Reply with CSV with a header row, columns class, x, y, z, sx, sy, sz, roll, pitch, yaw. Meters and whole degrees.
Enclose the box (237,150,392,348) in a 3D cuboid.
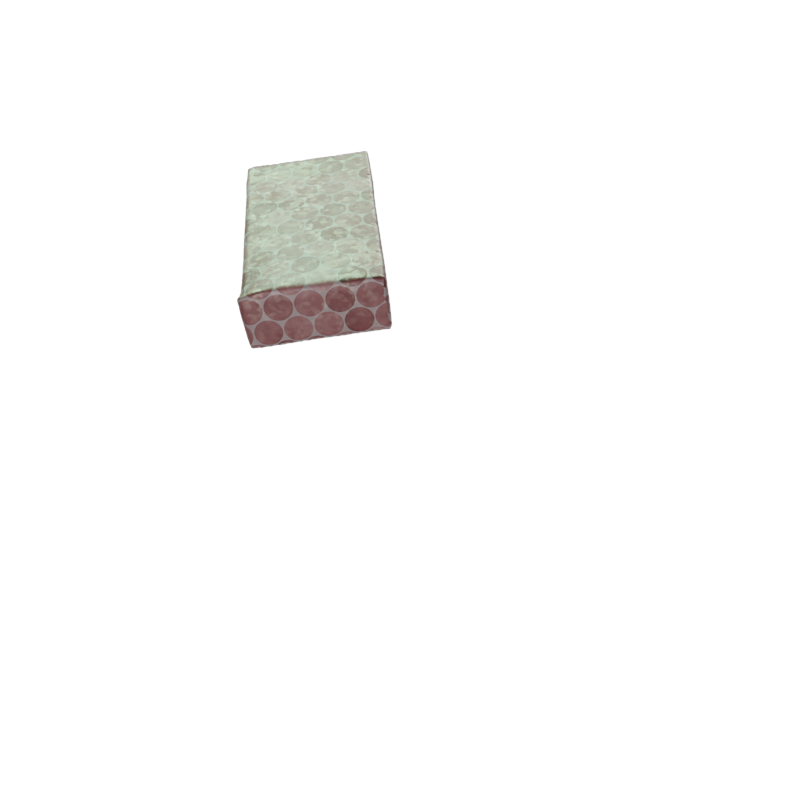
class,x,y,z,sx,sy,sz,roll,pitch,yaw
box,-0.059,-0.108,0.757,0.094,0.045,0.188,-8,34,2
